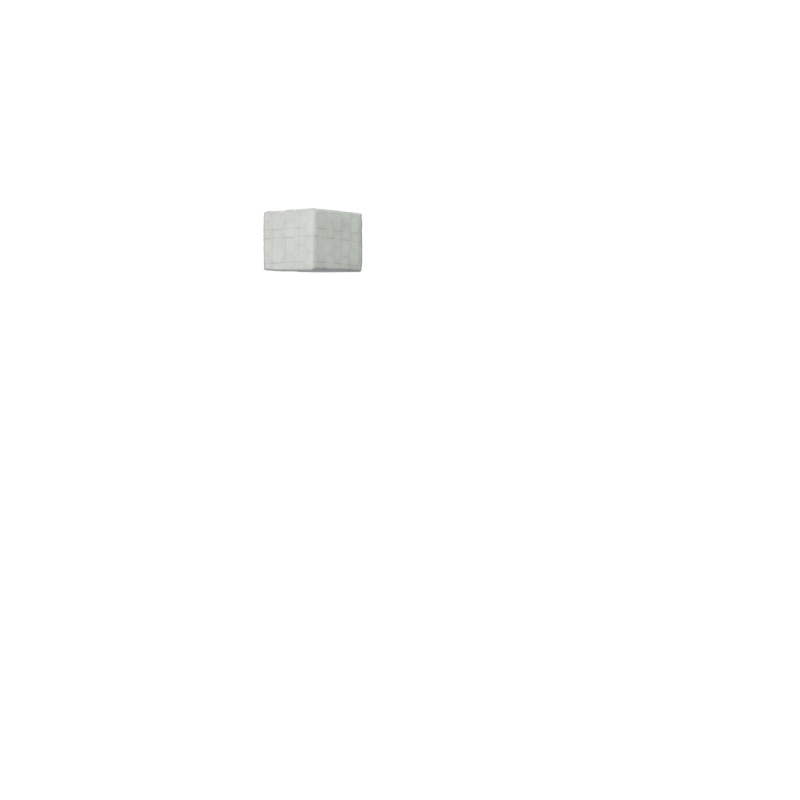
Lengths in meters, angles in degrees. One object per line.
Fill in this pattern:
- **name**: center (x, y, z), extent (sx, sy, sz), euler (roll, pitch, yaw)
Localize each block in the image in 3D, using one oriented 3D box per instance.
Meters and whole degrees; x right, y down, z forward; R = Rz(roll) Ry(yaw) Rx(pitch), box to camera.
- **block**: center (-0.074, -0.135, 0.949), extent (0.055, 0.051, 0.075), euler (1, 3, 32)
